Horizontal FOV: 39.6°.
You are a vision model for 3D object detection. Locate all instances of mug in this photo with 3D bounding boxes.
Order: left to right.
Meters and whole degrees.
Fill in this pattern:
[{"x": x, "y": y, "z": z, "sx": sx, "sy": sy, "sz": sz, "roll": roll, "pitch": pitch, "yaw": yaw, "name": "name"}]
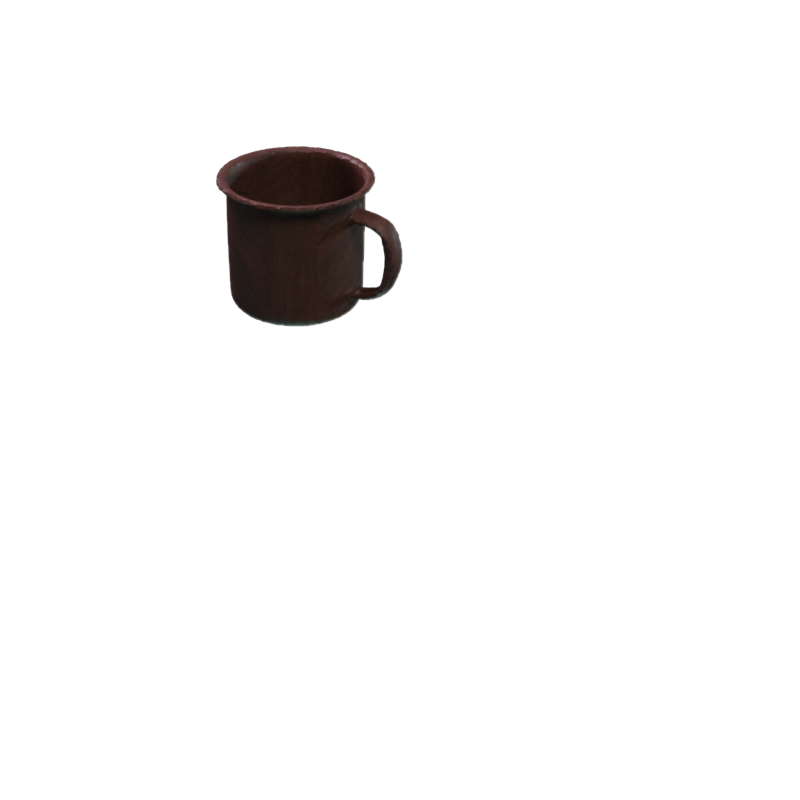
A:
[{"x": -0.052, "y": -0.094, "z": 0.658, "sx": 0.122, "sy": 0.077, "sz": 0.095, "roll": 17, "pitch": 34, "yaw": 24, "name": "mug"}]
